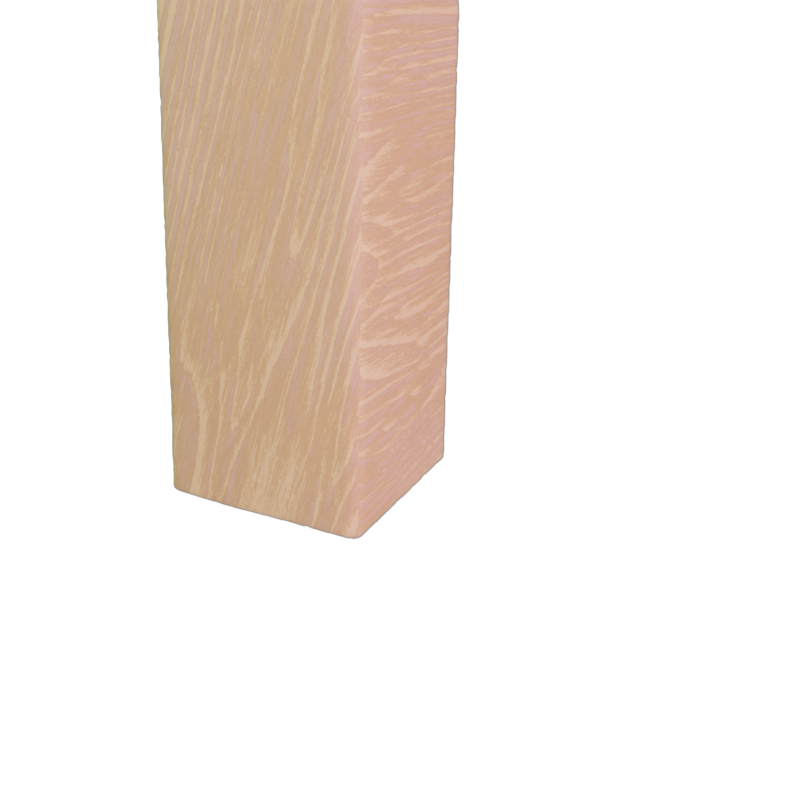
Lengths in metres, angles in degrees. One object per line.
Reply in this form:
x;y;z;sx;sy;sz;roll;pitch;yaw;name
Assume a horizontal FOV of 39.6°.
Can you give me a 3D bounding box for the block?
-0.035;-0.065;0.454;0.094;0.199;0.090;9;18;26;block
